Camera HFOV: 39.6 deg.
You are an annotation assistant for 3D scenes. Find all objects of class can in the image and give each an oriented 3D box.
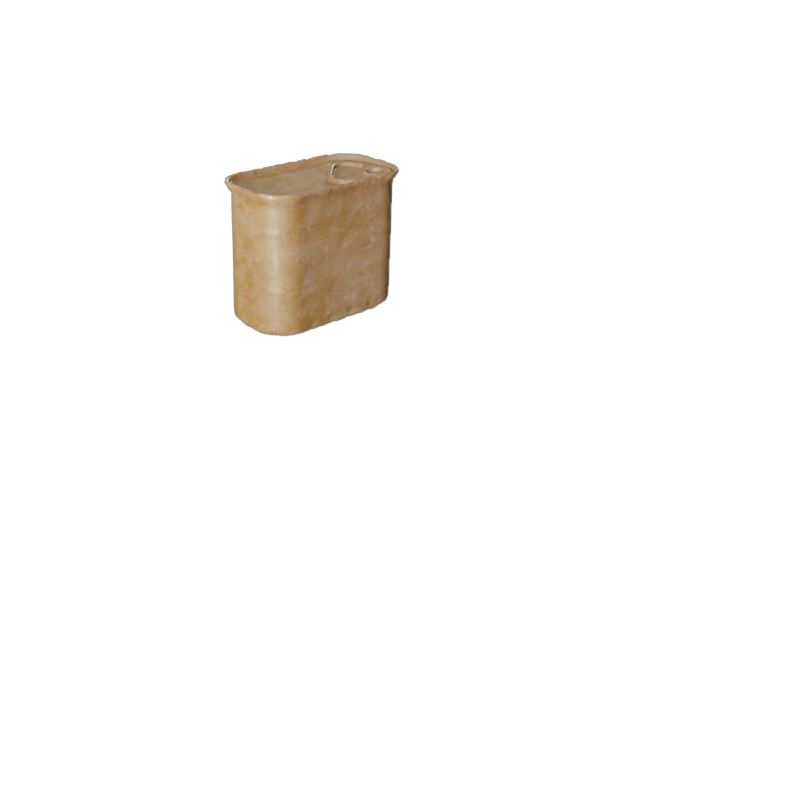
[{"bbox_3d":[-0.050,-0.092,0.645,0.100,0.080,0.061,-20,30,-39],"label":"can"}]
